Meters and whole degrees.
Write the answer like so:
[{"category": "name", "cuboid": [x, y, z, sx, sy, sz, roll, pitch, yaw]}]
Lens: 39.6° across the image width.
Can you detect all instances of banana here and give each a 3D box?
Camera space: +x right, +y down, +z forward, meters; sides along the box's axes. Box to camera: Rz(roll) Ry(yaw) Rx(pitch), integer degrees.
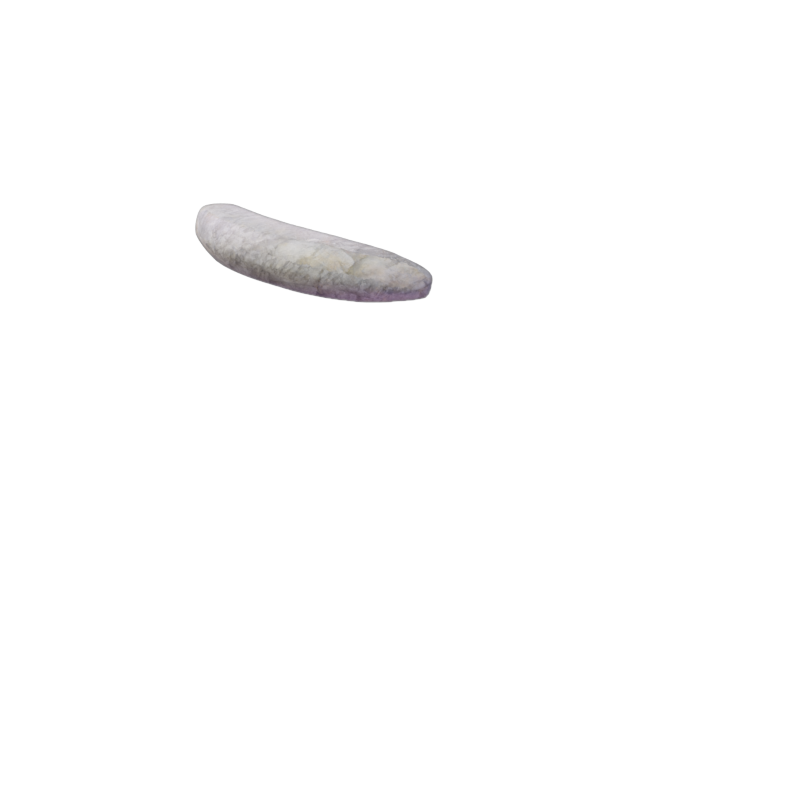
[{"category": "banana", "cuboid": [-0.070, -0.093, 0.671, 0.068, 0.035, 0.211, -17, 29, -36]}]
